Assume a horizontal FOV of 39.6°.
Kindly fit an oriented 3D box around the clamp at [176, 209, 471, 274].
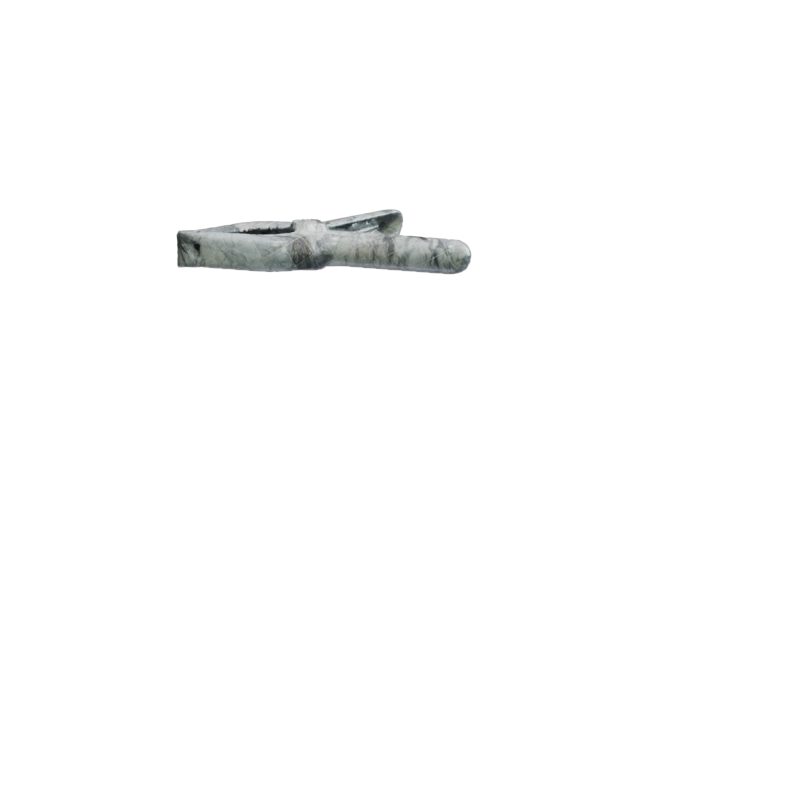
[{"bbox_3d":[-0.067,-0.123,0.858,0.208,0.035,0.172,-3,17,-9],"label":"clamp"}]
